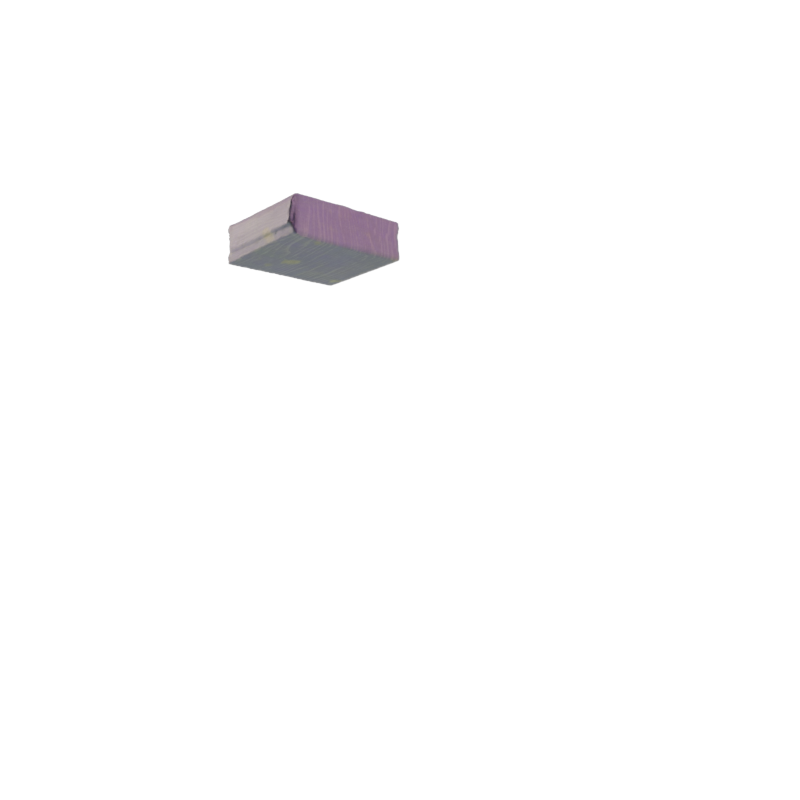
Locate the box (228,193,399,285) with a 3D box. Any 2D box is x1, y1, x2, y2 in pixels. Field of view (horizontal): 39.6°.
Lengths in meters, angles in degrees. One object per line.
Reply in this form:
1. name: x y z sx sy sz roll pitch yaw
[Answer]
1. box: -0.057 -0.104 0.726 0.085 0.031 0.074 10 -17 -38
